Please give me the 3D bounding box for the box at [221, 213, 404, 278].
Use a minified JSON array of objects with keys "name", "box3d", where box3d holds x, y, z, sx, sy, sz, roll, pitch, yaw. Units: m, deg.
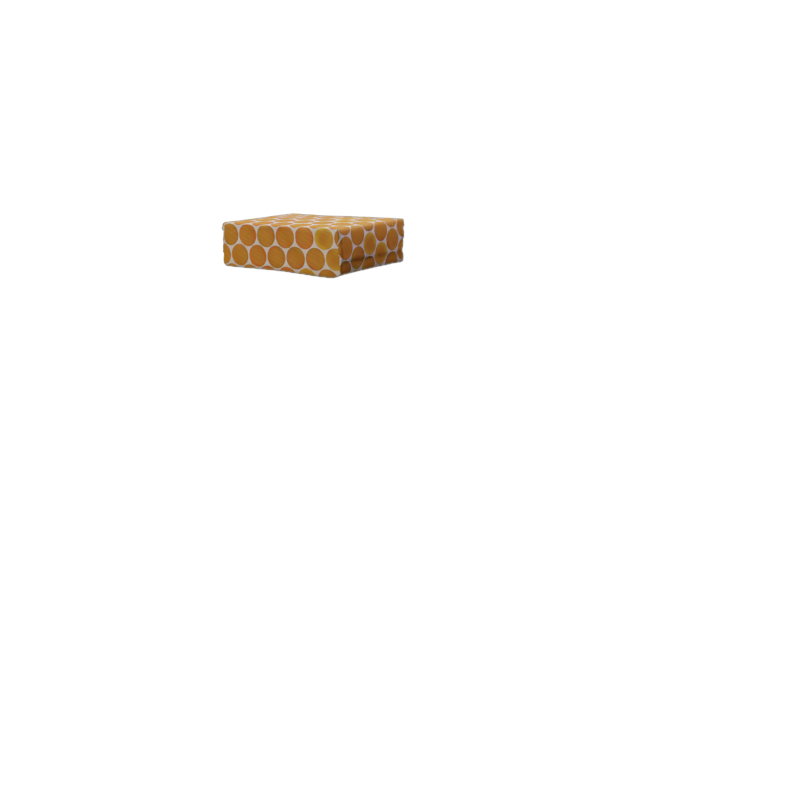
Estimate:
[{"name":"box","box3d":[-0.067,-0.122,0.854,0.119,0.038,0.088,11,18,33]}]
